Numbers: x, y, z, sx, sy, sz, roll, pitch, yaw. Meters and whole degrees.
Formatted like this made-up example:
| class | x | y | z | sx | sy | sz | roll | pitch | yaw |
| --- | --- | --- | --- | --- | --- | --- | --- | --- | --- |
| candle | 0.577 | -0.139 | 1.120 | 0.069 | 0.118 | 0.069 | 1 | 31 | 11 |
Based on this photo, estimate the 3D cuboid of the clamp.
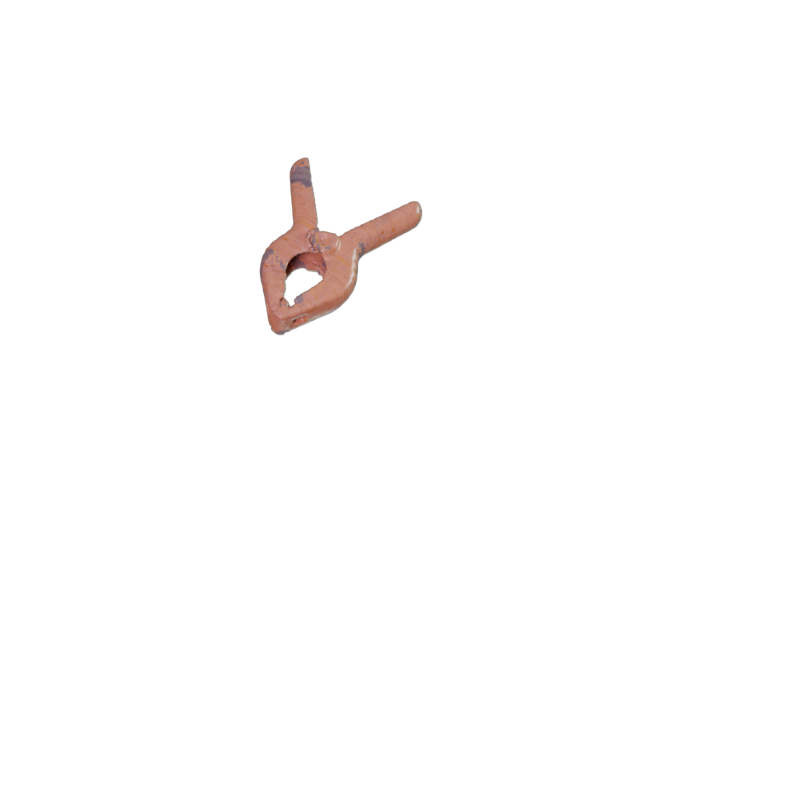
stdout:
| class | x | y | z | sx | sy | sz | roll | pitch | yaw |
| --- | --- | --- | --- | --- | --- | --- | --- | --- | --- |
| clamp | -0.072 | -0.131 | 0.917 | 0.125 | 0.176 | 0.036 | 26 | -35 | 19 |
